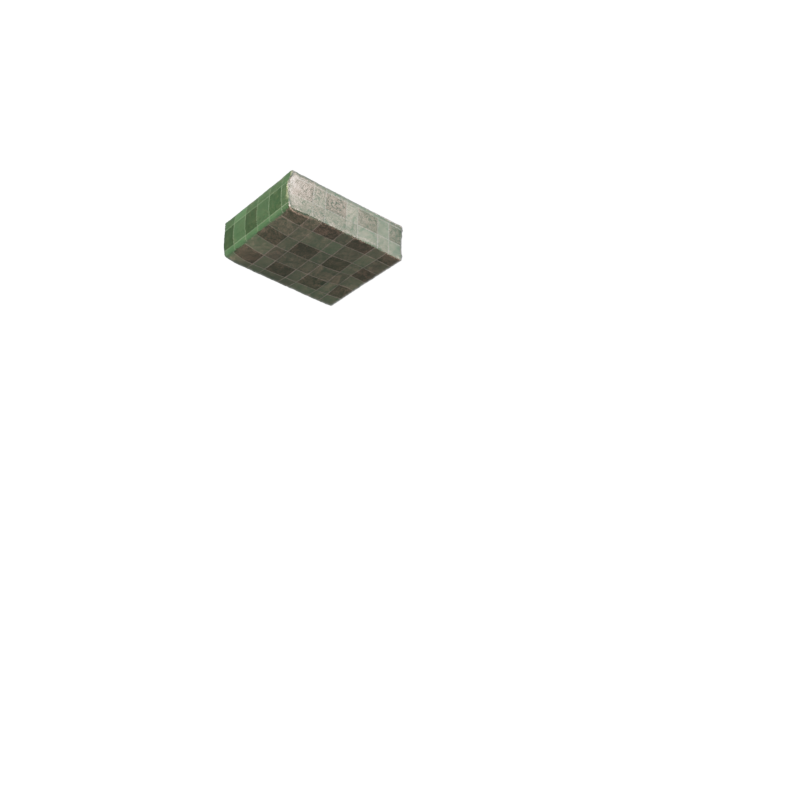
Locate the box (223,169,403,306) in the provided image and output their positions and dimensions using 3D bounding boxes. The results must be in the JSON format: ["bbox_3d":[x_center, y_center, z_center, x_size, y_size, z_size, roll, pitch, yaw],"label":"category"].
[{"bbox_3d":[-0.068,-0.124,0.866,0.107,0.041,0.089,22,-37,-34],"label":"box"}]
